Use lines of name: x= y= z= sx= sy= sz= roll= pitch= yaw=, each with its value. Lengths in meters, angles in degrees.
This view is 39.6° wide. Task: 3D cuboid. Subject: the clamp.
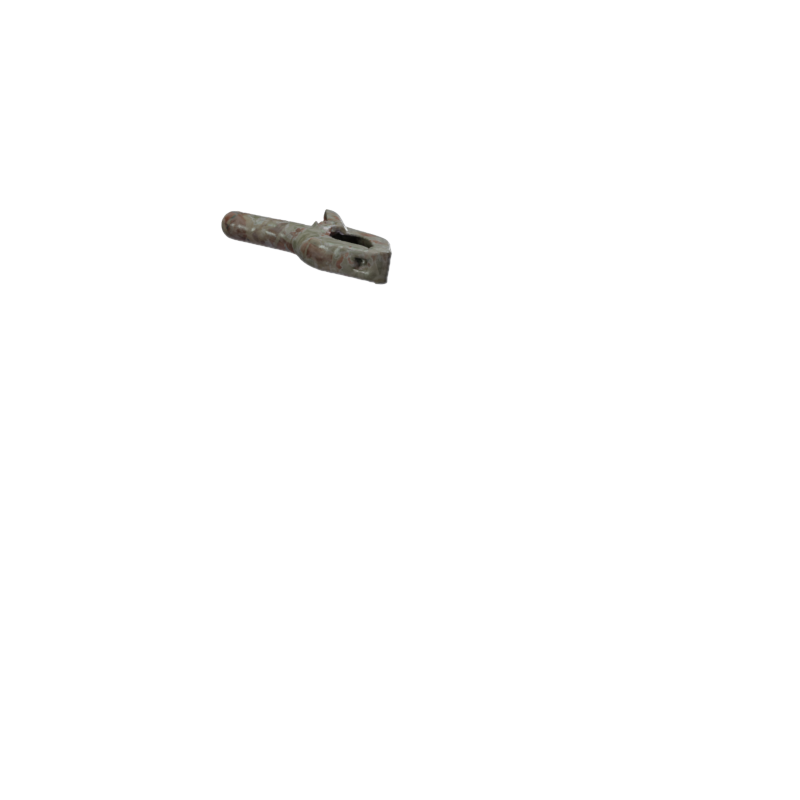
clamp: x=-0.073 y=-0.133 z=0.935 sx=0.117 sy=0.038 sz=0.182 roll=-10 pitch=22 yaw=-25
